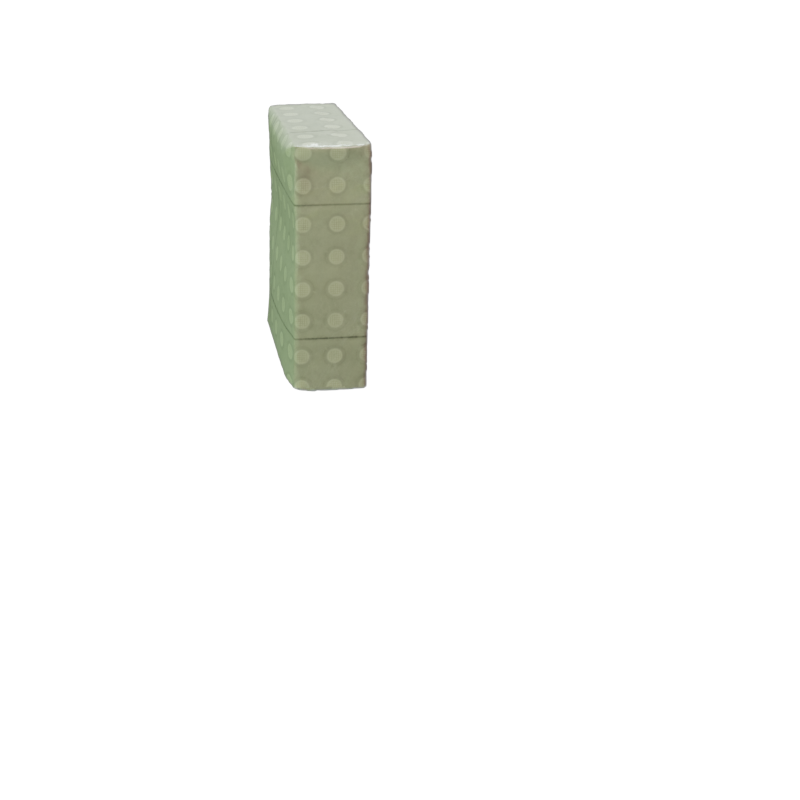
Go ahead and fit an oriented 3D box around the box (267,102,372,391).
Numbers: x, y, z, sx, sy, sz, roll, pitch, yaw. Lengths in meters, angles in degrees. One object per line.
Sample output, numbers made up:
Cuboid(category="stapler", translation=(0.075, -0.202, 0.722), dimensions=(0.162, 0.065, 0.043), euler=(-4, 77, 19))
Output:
Cuboid(category="box", translation=(-0.076, -0.138, 0.965), dimensions=(0.071, 0.204, 0.174), euler=(-3, 22, -12))
